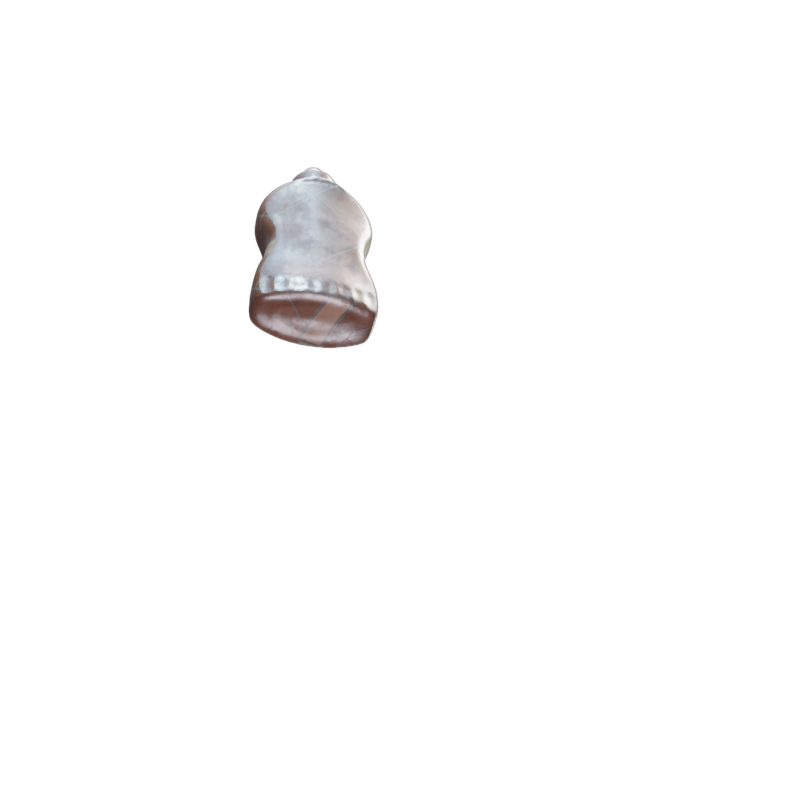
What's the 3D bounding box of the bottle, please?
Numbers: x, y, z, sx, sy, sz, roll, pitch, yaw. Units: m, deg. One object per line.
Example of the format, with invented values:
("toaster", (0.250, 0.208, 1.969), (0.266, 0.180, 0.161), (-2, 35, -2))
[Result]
("bottle", (-0.070, -0.128, 0.899), (0.095, 0.055, 0.206), (7, 42, -10))
